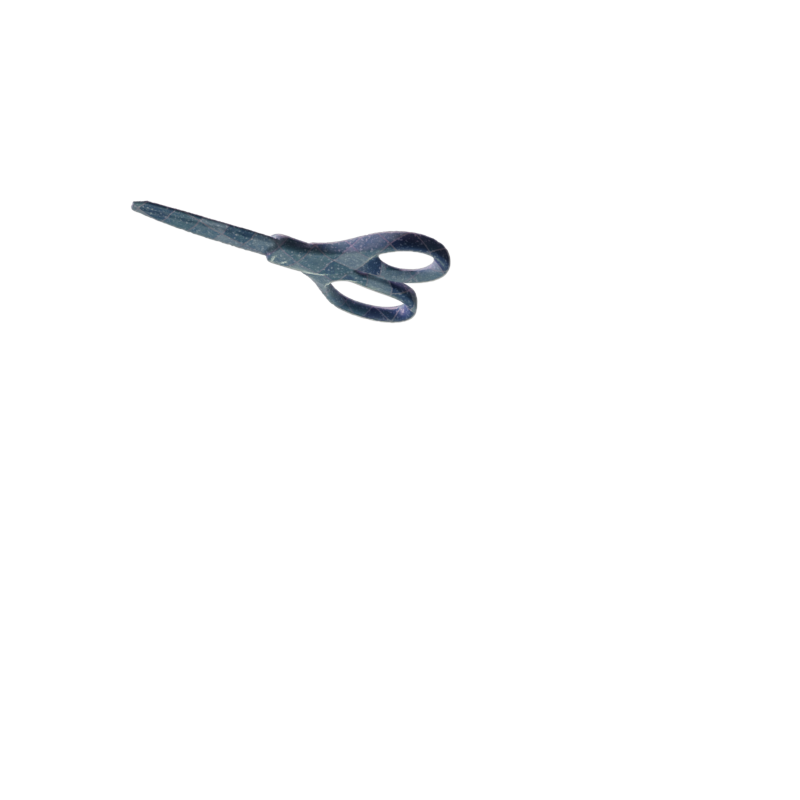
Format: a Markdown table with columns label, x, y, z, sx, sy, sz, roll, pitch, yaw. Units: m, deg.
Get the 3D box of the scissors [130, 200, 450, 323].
| label | x | y | z | sx | sy | sz | roll | pitch | yaw |
| --- | --- | --- | --- | --- | --- | --- | --- | --- | --- |
| scissors | -0.052 | -0.095 | 0.667 | 0.189 | 0.017 | 0.096 | 26 | -39 | -37 |
